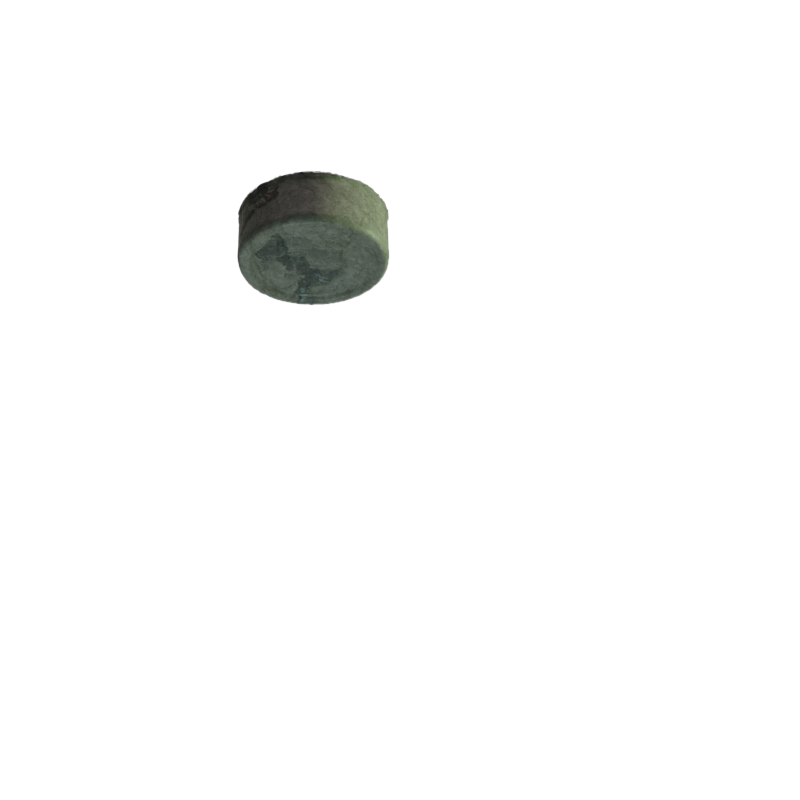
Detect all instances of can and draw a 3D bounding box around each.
[{"bbox_3d":[-0.049,-0.089,0.623,0.086,0.036,0.081,1,-30,-2],"label":"can"}]
